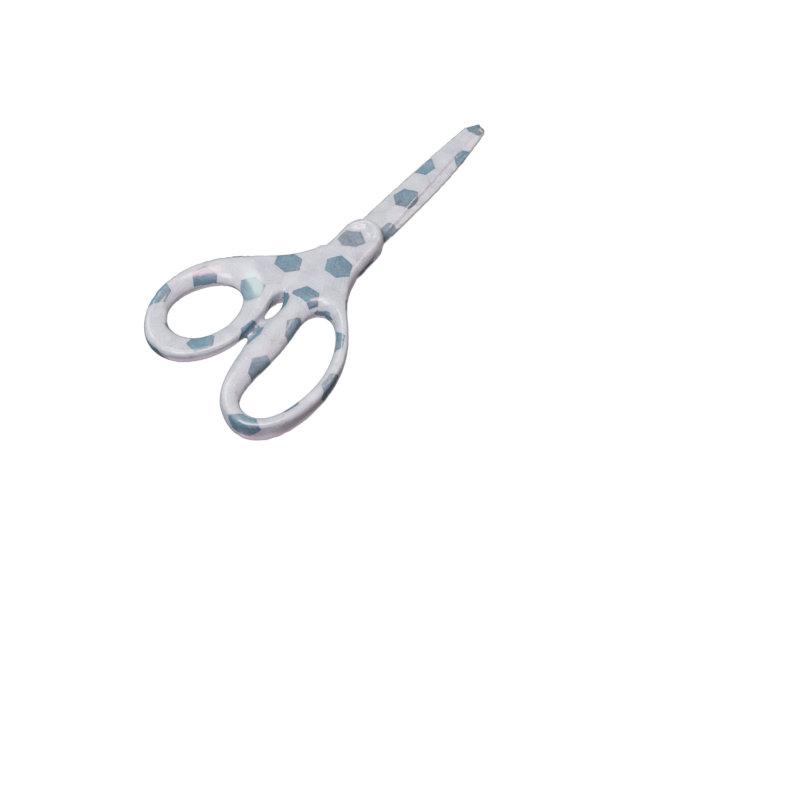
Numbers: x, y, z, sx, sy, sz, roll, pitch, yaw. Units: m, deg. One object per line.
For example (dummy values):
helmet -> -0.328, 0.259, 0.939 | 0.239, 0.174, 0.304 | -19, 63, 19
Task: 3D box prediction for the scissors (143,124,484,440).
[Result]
scissors -> -0.039, -0.071, 0.495 | 0.099, 0.210, 0.015 | 17, -36, 12
